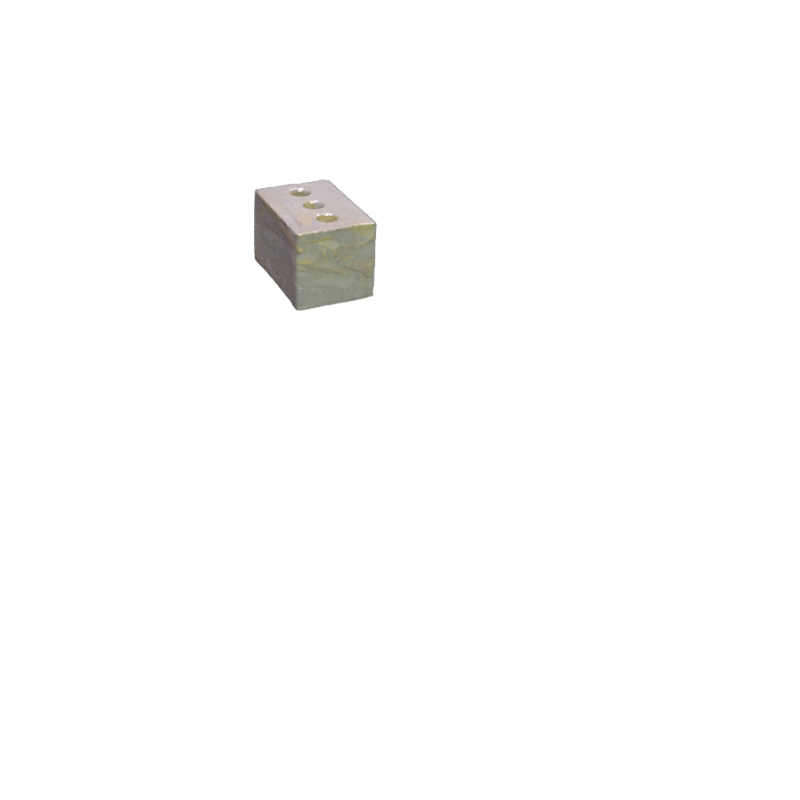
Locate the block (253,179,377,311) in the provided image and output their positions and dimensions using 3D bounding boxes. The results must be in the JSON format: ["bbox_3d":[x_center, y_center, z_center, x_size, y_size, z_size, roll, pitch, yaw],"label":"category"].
[{"bbox_3d":[-0.054,-0.098,0.685,0.052,0.048,0.084,-12,32,-22],"label":"block"}]
